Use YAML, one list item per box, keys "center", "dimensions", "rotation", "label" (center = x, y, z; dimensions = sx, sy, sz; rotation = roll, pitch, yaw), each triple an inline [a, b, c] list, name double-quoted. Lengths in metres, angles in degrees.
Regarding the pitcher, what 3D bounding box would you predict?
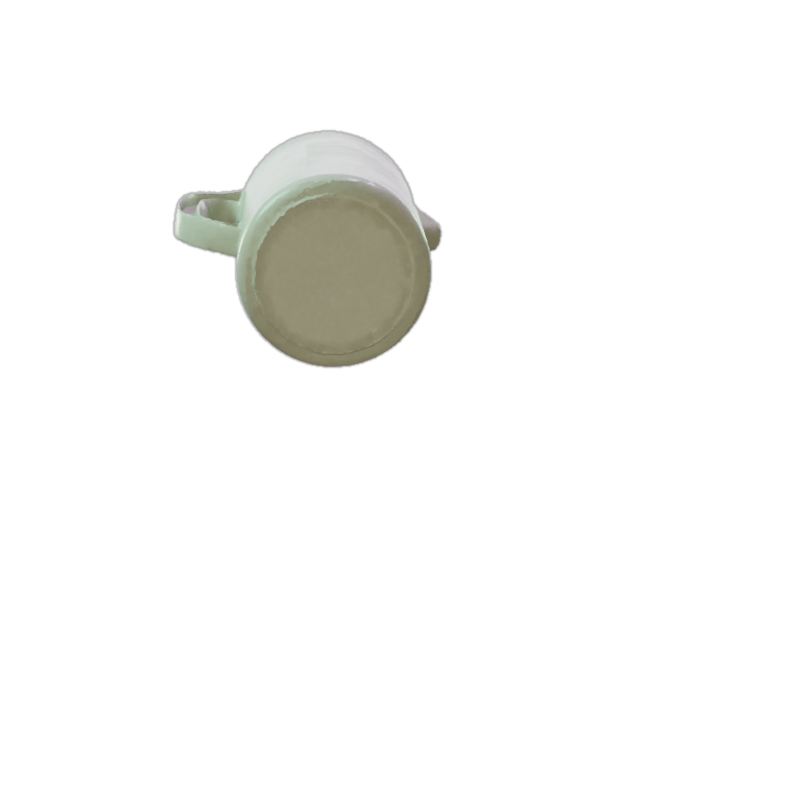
- center: [-0.056, -0.102, 0.717]
  dimensions: [0.149, 0.141, 0.250]
  rotation: [-36, 13, 5]
  label: "pitcher"
